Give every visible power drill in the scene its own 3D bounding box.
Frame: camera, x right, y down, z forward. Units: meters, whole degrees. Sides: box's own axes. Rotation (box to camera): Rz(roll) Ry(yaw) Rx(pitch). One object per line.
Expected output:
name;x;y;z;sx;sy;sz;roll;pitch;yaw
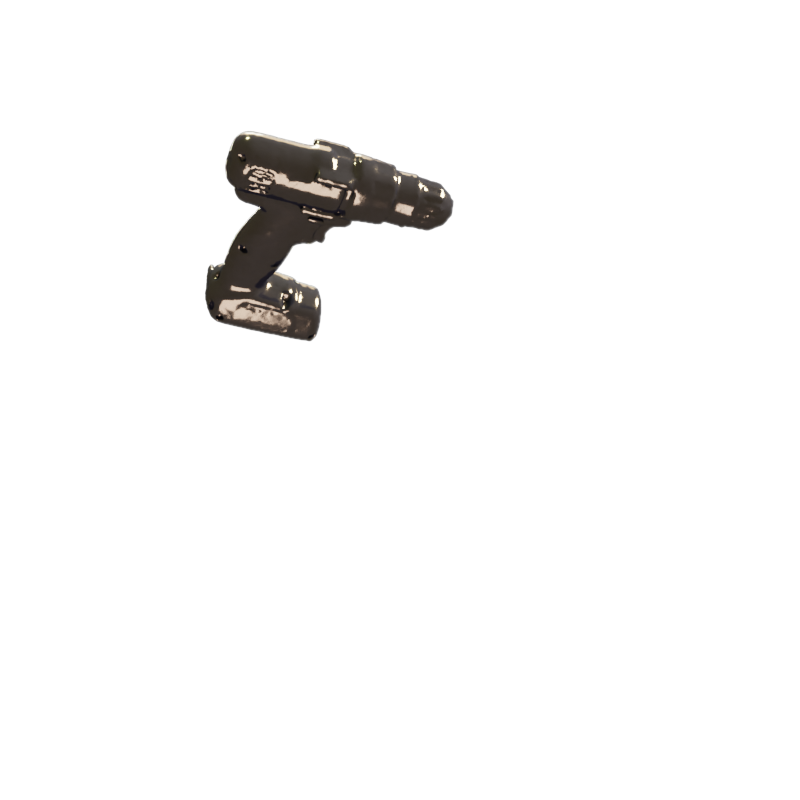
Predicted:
power drill;-0.071;-0.130;0.908;0.180;0.062;0.179;15;-45;-15
